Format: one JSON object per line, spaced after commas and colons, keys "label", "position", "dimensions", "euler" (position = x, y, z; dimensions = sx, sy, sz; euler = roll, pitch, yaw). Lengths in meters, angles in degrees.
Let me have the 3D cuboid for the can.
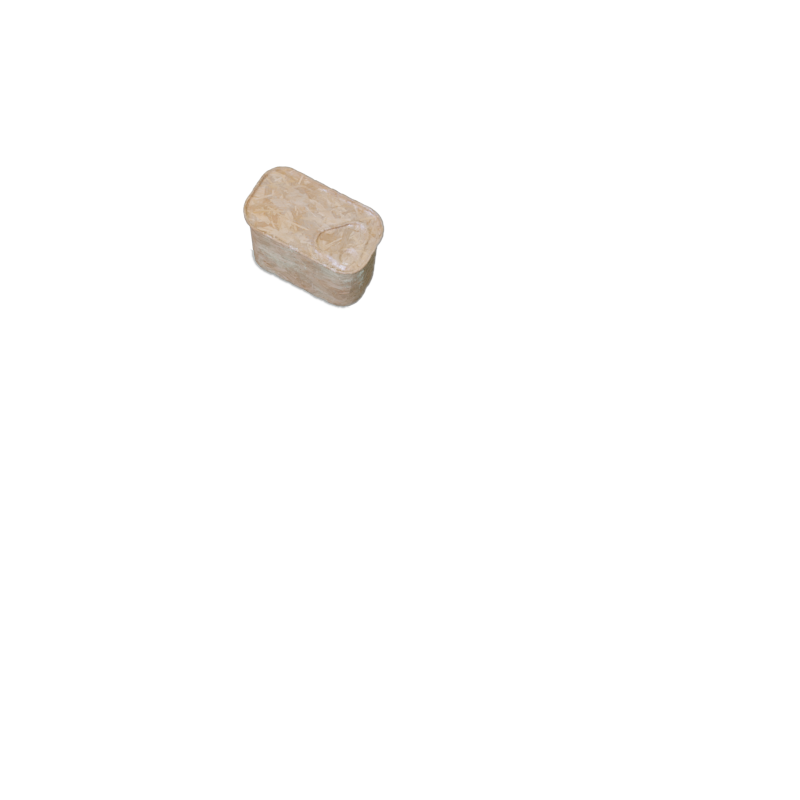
{"label": "can", "position": [-0.066, -0.121, 0.844], "dimensions": [0.104, 0.059, 0.080], "euler": [28, -18, 9]}
